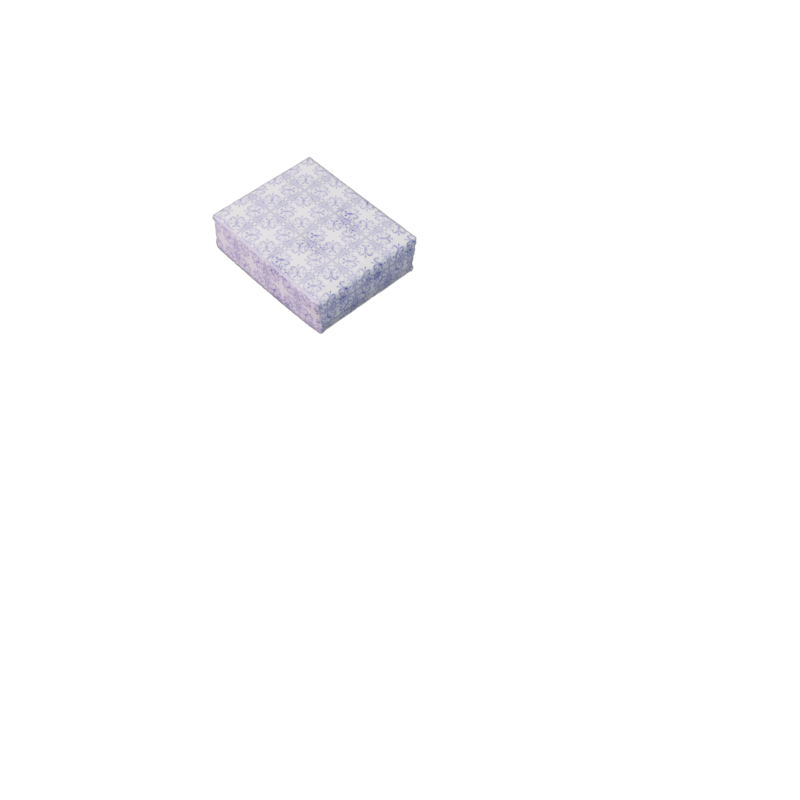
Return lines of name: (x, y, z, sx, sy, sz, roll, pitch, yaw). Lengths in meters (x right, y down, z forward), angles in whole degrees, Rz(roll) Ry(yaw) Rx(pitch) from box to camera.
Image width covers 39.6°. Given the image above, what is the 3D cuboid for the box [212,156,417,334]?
box: (-0.060, -0.108, 0.760, 0.090, 0.036, 0.121, -36, 60, -25)
